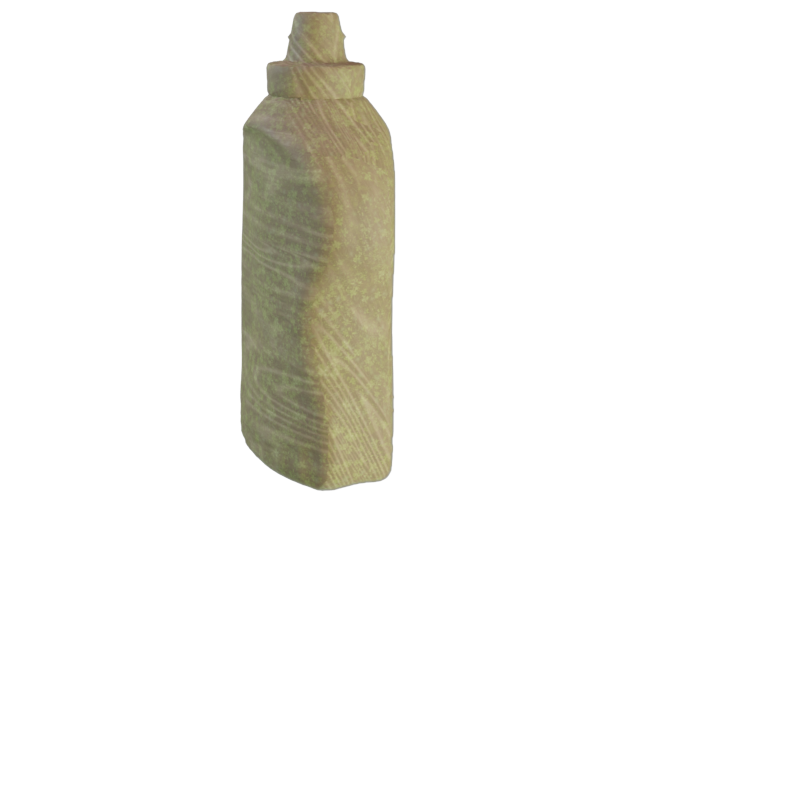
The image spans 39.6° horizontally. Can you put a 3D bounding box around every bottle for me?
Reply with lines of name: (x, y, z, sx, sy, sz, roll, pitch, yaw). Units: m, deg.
bottle: (-0.037, -0.068, 0.473, 0.057, 0.186, 0.101, -5, 16, -24)
